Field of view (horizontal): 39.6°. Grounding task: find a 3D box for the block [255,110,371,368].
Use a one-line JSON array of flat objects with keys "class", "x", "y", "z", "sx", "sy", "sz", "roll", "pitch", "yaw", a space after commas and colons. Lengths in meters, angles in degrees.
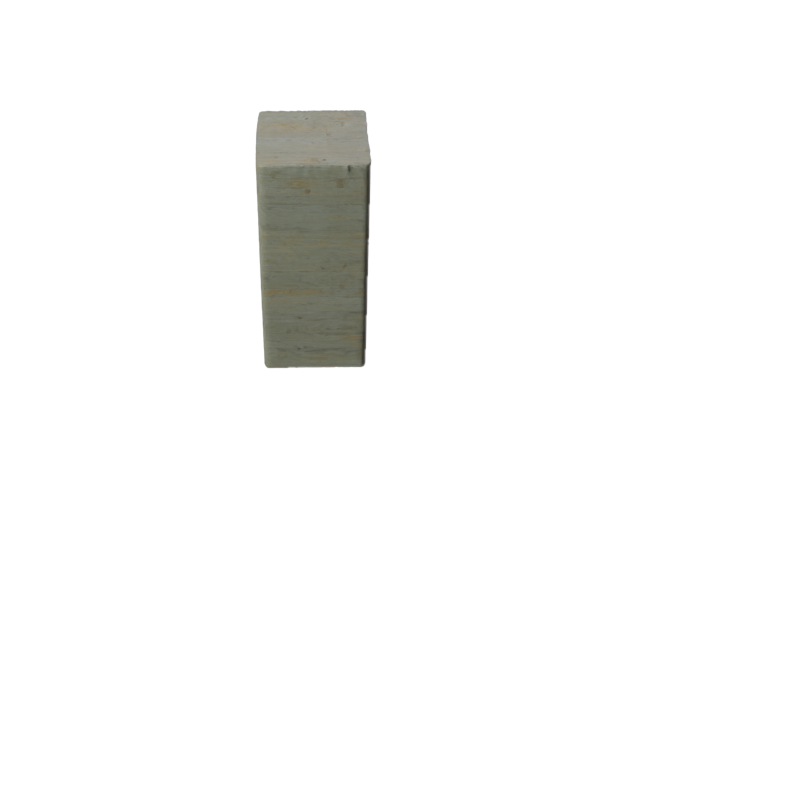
[{"class": "block", "x": -0.074, "y": -0.133, "z": 0.937, "sx": 0.090, "sy": 0.193, "sz": 0.097, "roll": 0, "pitch": 39, "yaw": -4}]
